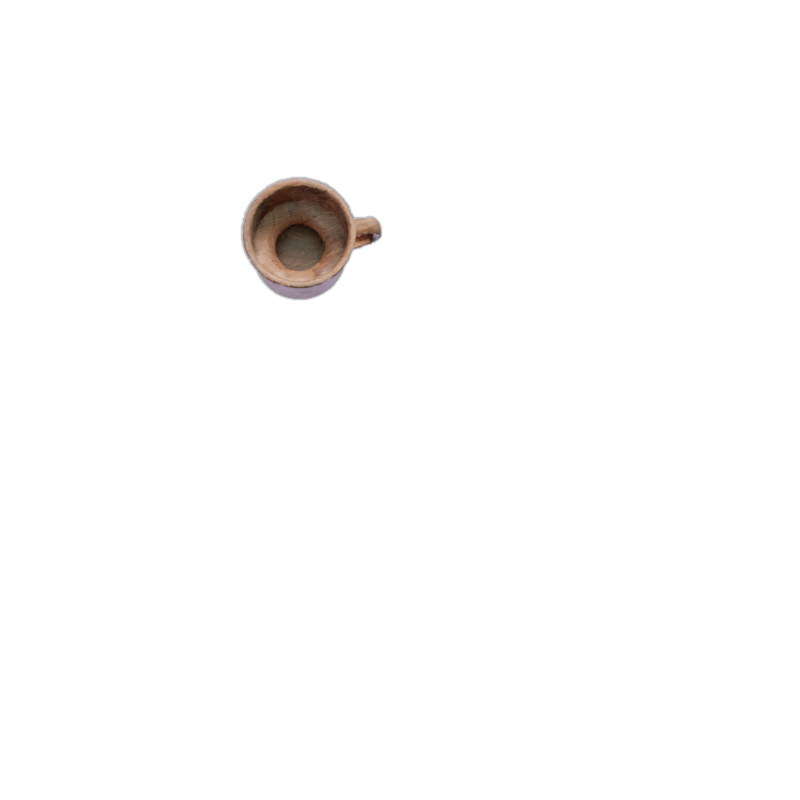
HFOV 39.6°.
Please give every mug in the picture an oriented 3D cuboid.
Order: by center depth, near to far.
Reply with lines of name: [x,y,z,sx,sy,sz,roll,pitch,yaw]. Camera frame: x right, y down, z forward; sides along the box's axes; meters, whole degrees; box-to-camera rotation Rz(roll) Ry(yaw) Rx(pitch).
mug: [-0.074,-0.135,0.943,0.117,0.096,0.079,-13,-11,-4]
